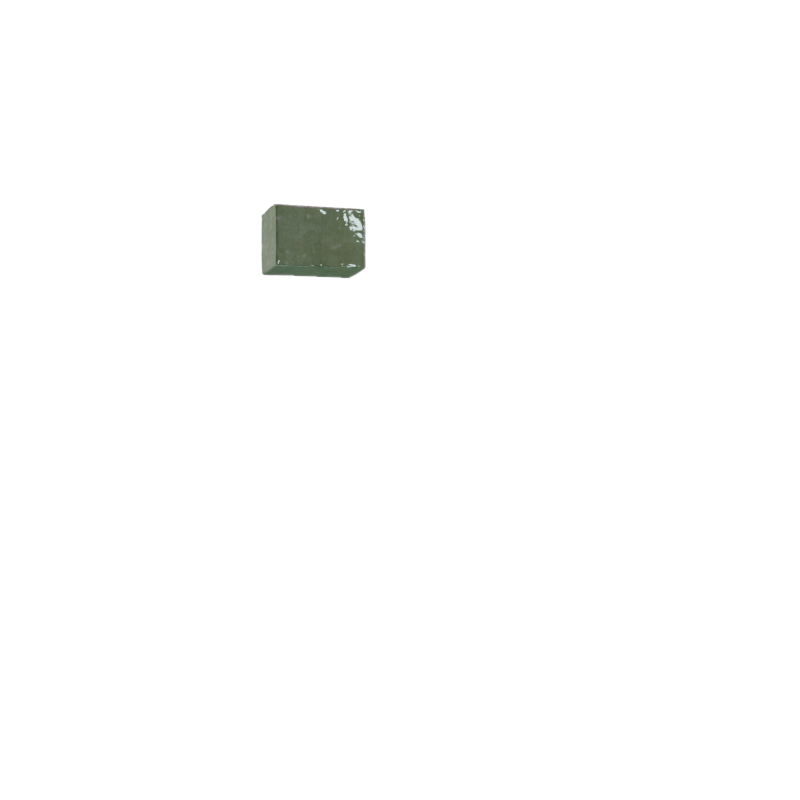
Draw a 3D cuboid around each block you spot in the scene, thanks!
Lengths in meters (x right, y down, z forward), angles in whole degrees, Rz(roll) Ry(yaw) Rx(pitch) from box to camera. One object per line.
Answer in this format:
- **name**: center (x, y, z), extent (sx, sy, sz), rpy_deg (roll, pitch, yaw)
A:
- **block**: center (-0.072, -0.131, 0.915), extent (0.076, 0.052, 0.053), rpy_deg (1, -7, -17)
